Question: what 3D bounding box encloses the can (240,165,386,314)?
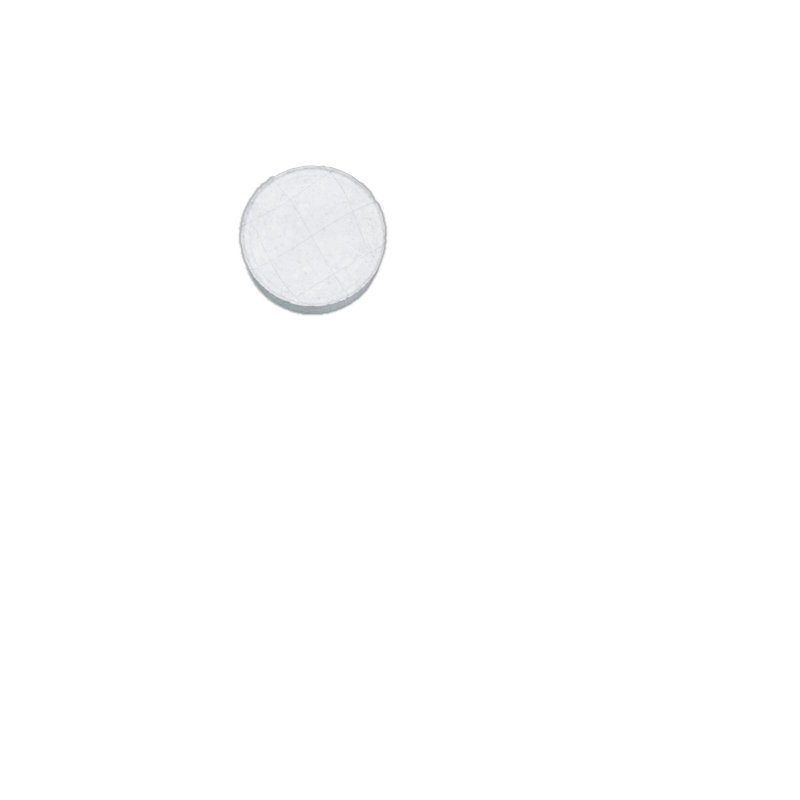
[{"bbox_3d":[-0.052,-0.095,0.665,0.086,0.089,0.032,0,-14,-1],"label":"can"}]
